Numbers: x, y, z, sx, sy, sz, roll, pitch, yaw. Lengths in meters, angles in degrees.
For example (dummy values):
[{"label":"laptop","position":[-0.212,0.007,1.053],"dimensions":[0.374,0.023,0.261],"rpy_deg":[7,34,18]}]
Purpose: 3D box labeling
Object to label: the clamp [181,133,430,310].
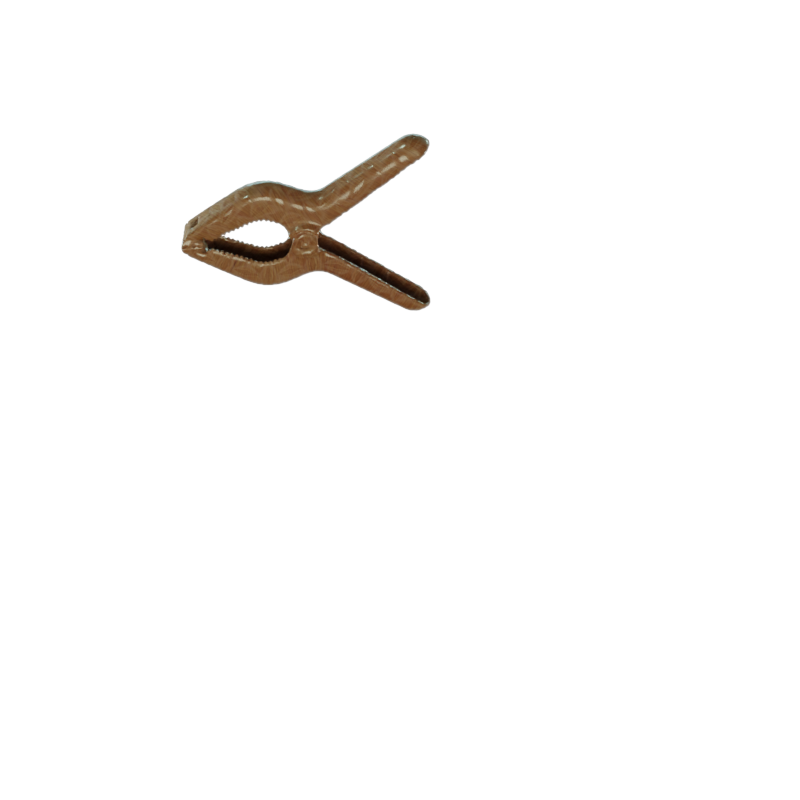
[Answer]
[{"label":"clamp","position":[-0.071,-0.130,0.909],"dimensions":[0.211,0.153,0.039],"rpy_deg":[-8,35,5]}]
